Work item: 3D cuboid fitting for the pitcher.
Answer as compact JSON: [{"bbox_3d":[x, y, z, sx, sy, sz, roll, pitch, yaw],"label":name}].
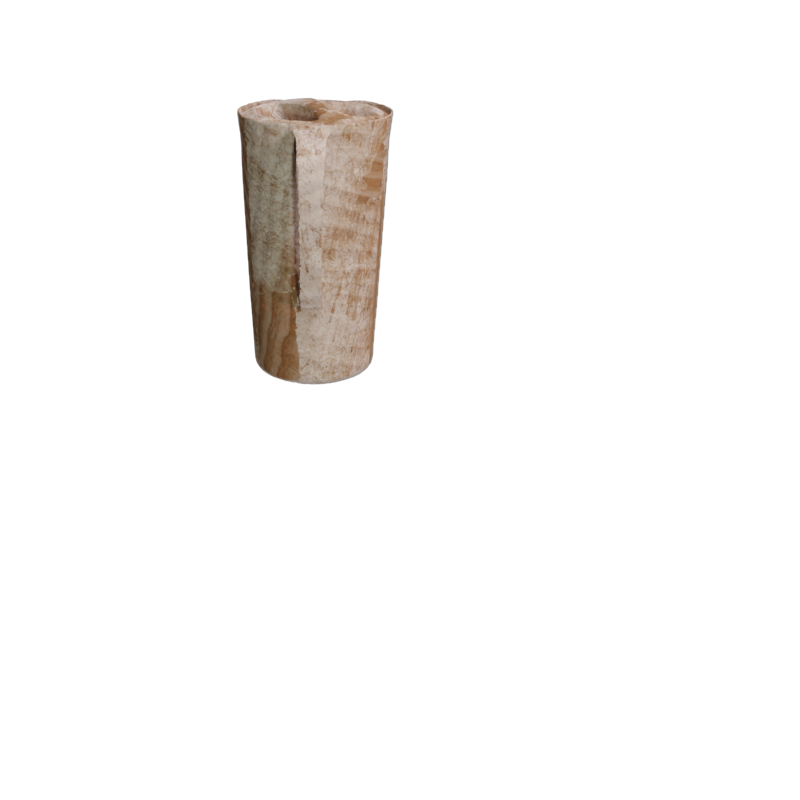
[{"bbox_3d":[-0.076,-0.138,0.969,0.153,0.233,0.147,18,25,40],"label":"pitcher"}]
